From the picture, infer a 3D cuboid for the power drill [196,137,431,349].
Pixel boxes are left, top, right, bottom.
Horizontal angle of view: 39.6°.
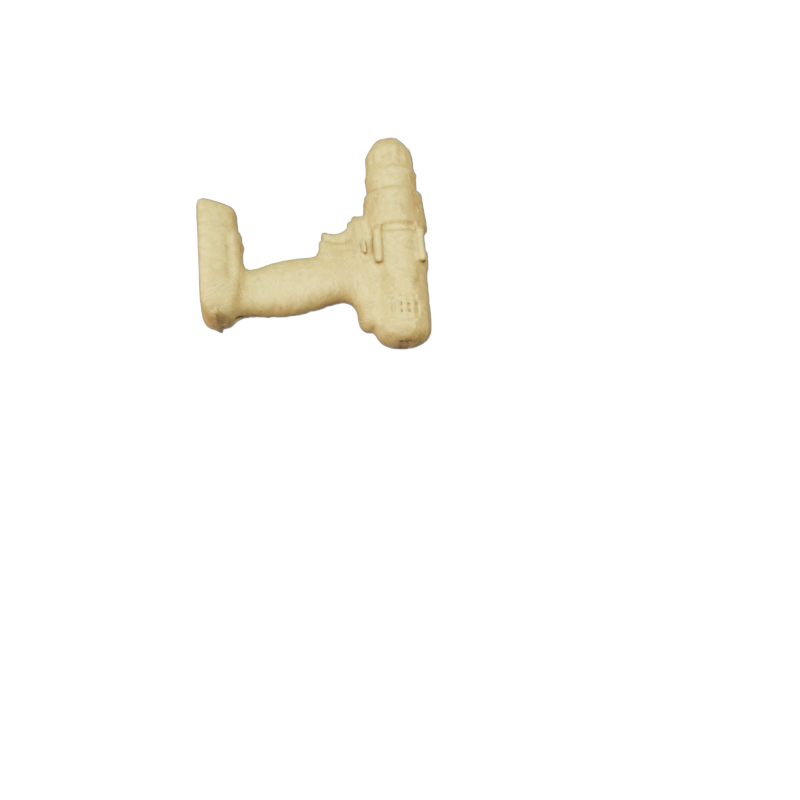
[{"bbox_3d":[-0.071,-0.129,0.901,0.187,0.195,0.054,-4,-25,-2],"label":"power drill"}]
